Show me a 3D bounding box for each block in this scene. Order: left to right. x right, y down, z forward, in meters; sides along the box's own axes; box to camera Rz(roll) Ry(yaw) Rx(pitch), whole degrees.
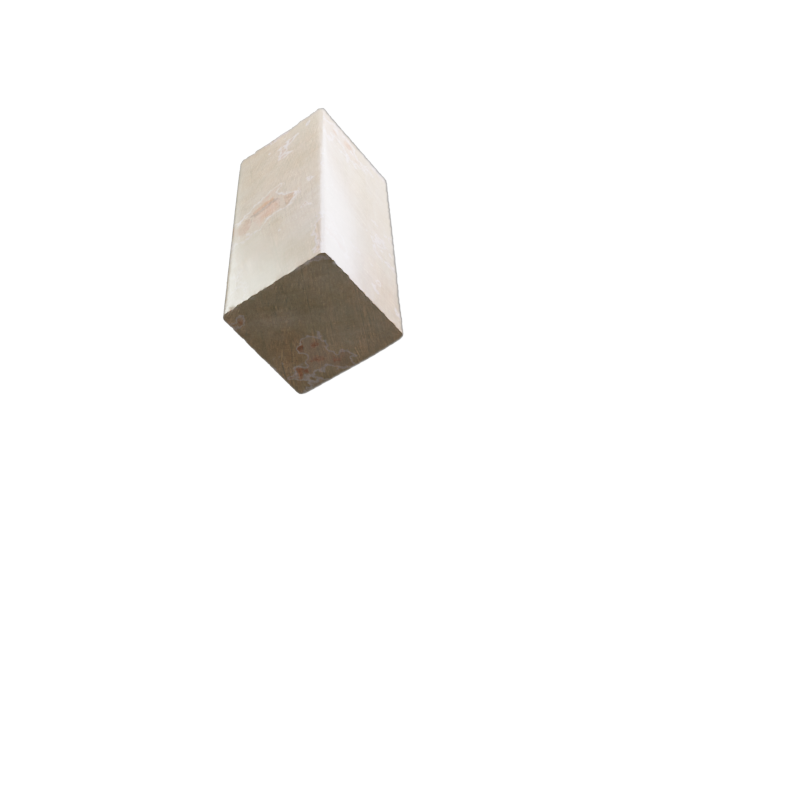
[{"bbox_3d":[-0.065,-0.117,0.822,0.090,0.221,0.085,-31,-56,19],"label":"block"}]
